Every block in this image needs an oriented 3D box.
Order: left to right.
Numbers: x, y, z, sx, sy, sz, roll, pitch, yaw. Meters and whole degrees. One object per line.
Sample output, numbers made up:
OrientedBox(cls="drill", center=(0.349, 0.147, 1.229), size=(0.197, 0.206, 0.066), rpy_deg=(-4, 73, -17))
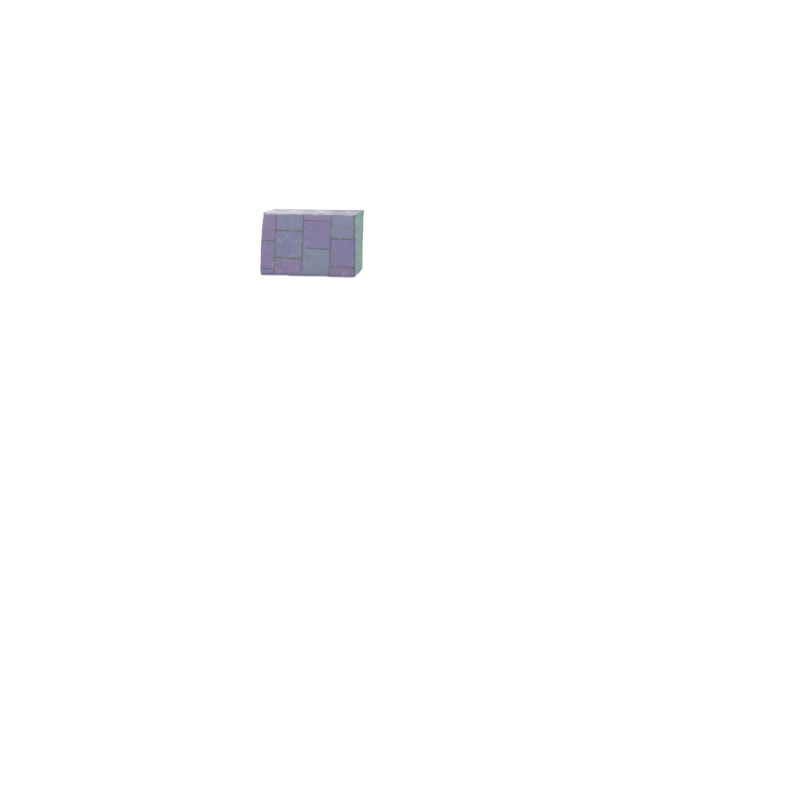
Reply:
OrientedBox(cls="block", center=(-0.071, -0.129, 0.904), size=(0.079, 0.050, 0.053), rpy_deg=(2, 10, 8))
